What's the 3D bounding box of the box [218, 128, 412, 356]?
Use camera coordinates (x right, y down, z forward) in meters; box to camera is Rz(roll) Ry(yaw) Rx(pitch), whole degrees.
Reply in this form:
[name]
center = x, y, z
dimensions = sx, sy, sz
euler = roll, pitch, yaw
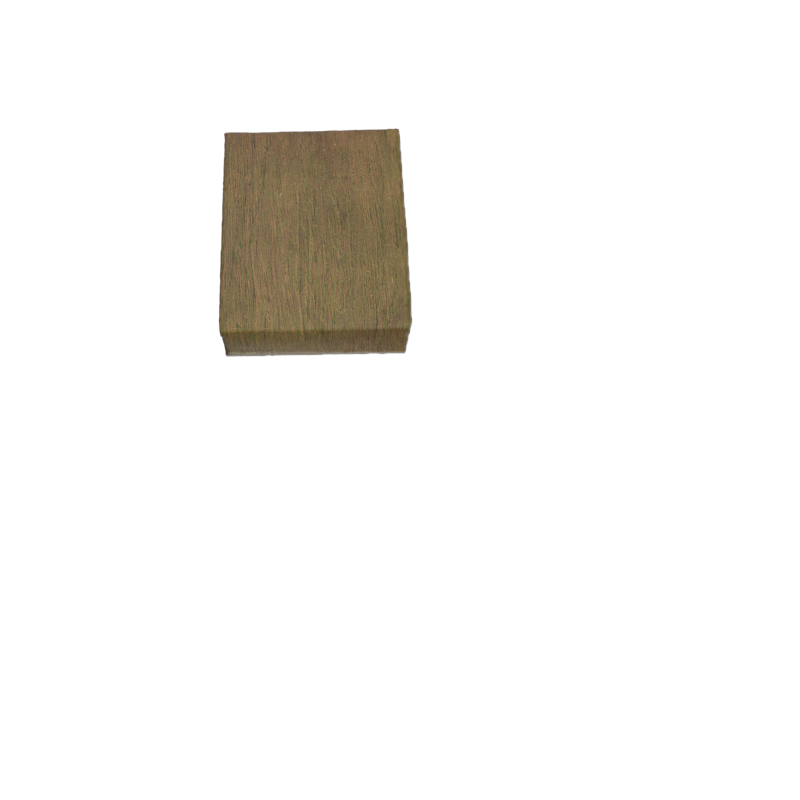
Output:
[box]
center = -0.043, -0.078, 0.548
dimensions = 0.090, 0.121, 0.037
euler = -2, -27, -2
